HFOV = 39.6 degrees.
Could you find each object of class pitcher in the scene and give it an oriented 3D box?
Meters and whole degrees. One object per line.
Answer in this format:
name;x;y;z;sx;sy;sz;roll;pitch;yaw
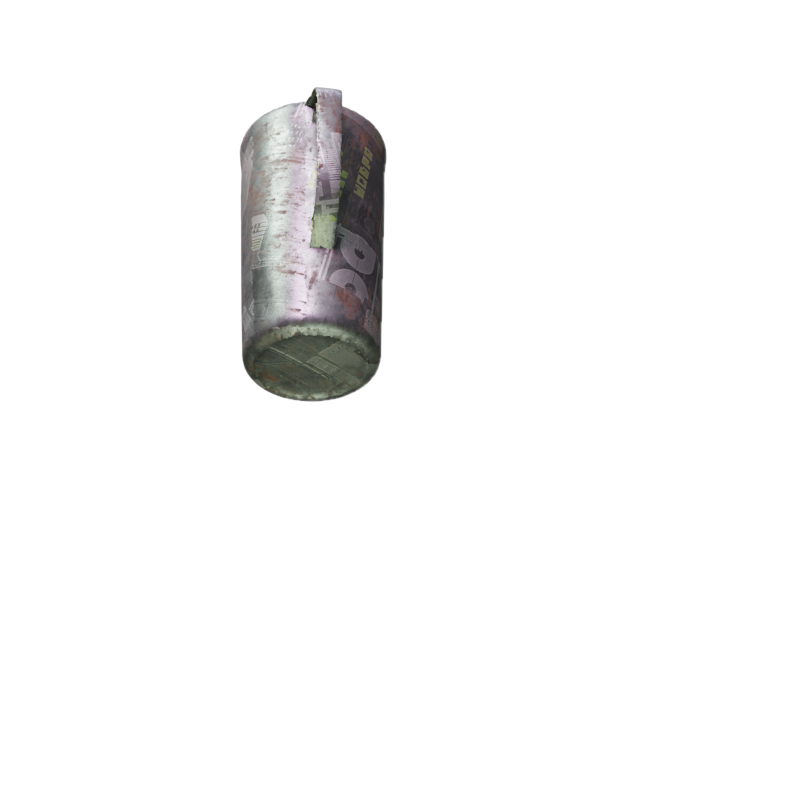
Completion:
pitcher;-0.072;-0.132;0.923;0.145;0.261;0.138;-24;-43;25
